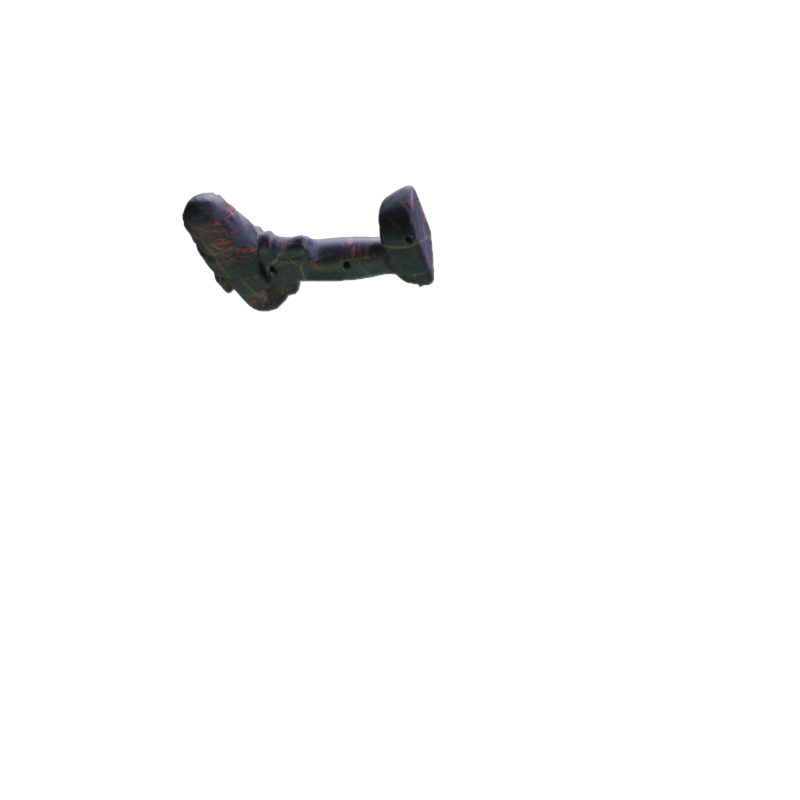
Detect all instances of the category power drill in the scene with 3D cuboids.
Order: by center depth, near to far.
[{"bbox_3d":[-0.073,-0.133,0.930,0.190,0.060,0.173,-4,-18,13],"label":"power drill"}]
